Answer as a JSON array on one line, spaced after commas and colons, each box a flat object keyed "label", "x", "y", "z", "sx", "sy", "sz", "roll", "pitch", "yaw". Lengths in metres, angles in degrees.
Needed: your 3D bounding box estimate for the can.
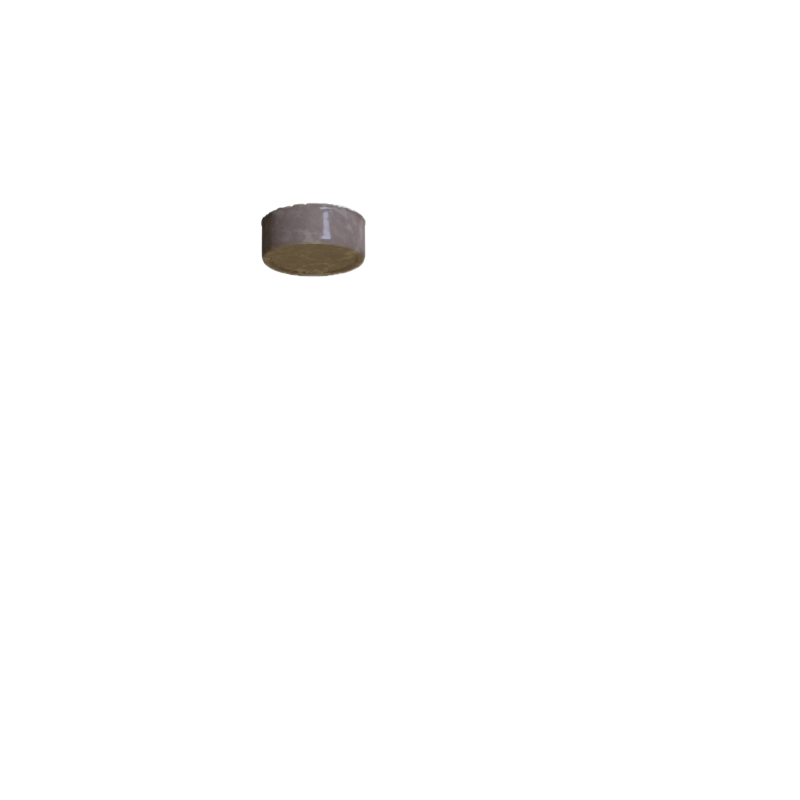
[{"label": "can", "x": -0.071, "y": -0.129, "z": 0.902, "sx": 0.086, "sy": 0.035, "sz": 0.083, "roll": 0, "pitch": -14, "yaw": -2}]
